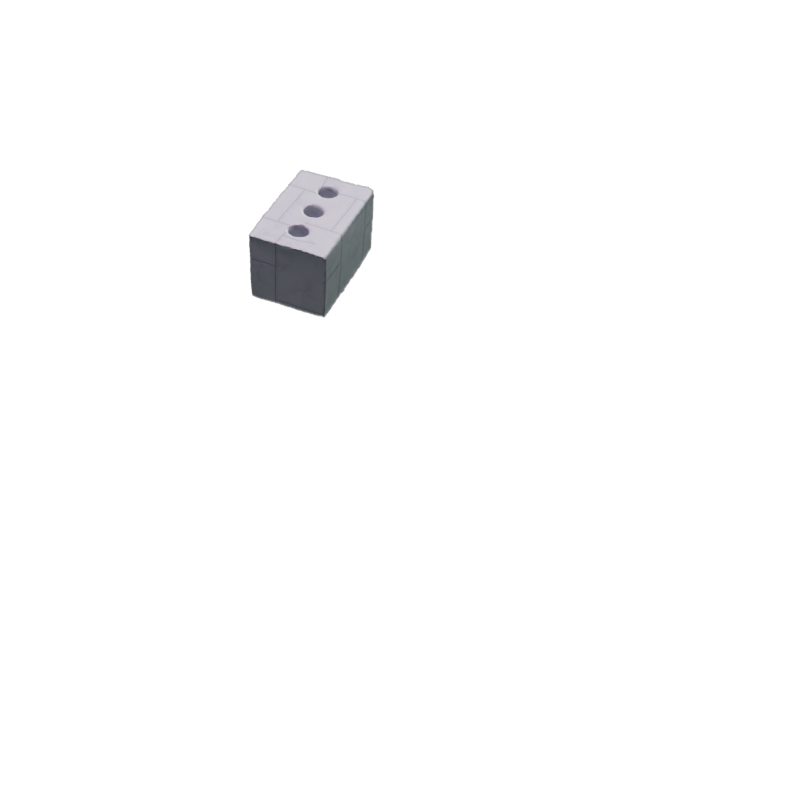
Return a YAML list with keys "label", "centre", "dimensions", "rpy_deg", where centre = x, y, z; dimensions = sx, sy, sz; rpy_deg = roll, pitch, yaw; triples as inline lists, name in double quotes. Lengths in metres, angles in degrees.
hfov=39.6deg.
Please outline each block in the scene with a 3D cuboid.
- label: "block"
  centre: [-0.055, -0.100, 0.700]
  dimensions: [0.054, 0.048, 0.081]
  rpy_deg: [16, 45, 15]
